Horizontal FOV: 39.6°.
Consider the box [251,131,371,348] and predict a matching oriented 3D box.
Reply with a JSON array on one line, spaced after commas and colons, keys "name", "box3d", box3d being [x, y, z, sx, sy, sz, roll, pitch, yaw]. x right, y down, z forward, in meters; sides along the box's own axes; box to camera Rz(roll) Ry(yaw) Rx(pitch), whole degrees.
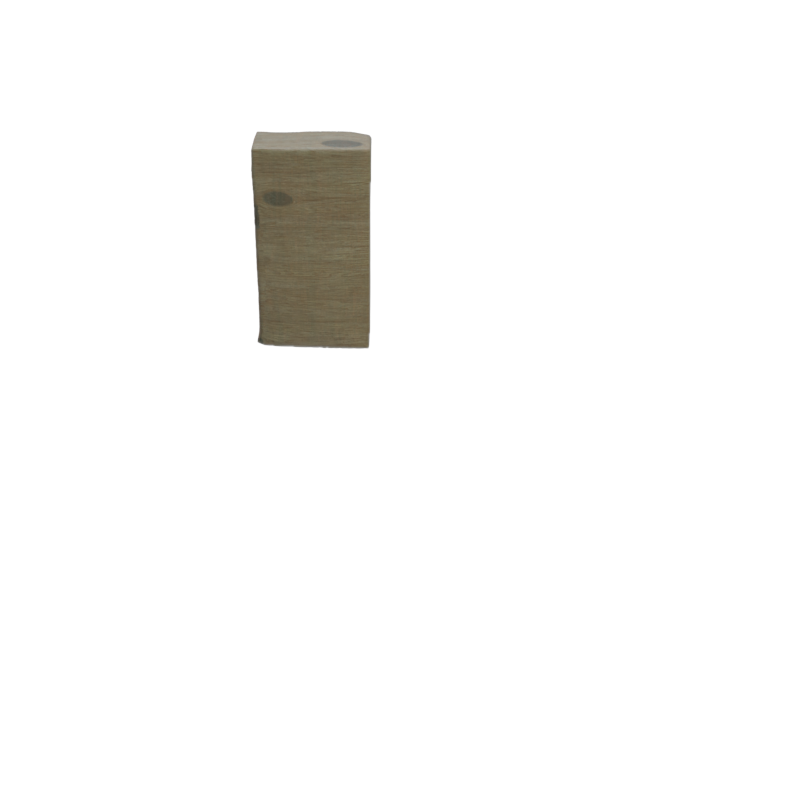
[{"name": "box", "box3d": [-0.069, -0.127, 0.888, 0.094, 0.167, 0.050, 2, 25, 1]}]
